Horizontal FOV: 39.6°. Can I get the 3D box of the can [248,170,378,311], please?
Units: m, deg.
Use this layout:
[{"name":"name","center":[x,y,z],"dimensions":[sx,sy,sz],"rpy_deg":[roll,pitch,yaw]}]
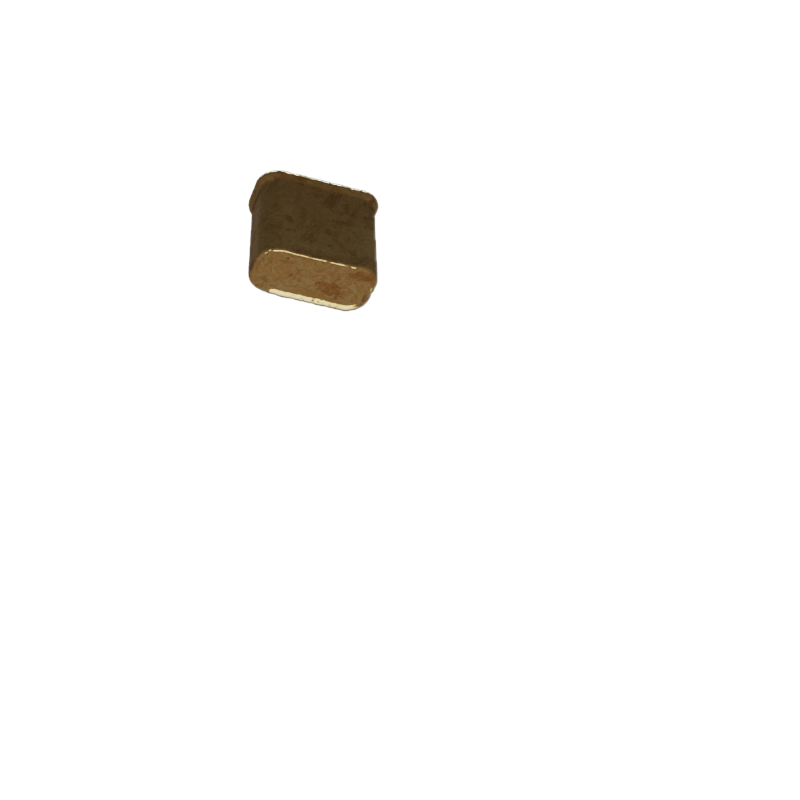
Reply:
[{"name":"can","center":[-0.068,-0.123,0.865],"dimensions":[0.099,0.090,0.055],"rpy_deg":[12,-42,-15]}]
